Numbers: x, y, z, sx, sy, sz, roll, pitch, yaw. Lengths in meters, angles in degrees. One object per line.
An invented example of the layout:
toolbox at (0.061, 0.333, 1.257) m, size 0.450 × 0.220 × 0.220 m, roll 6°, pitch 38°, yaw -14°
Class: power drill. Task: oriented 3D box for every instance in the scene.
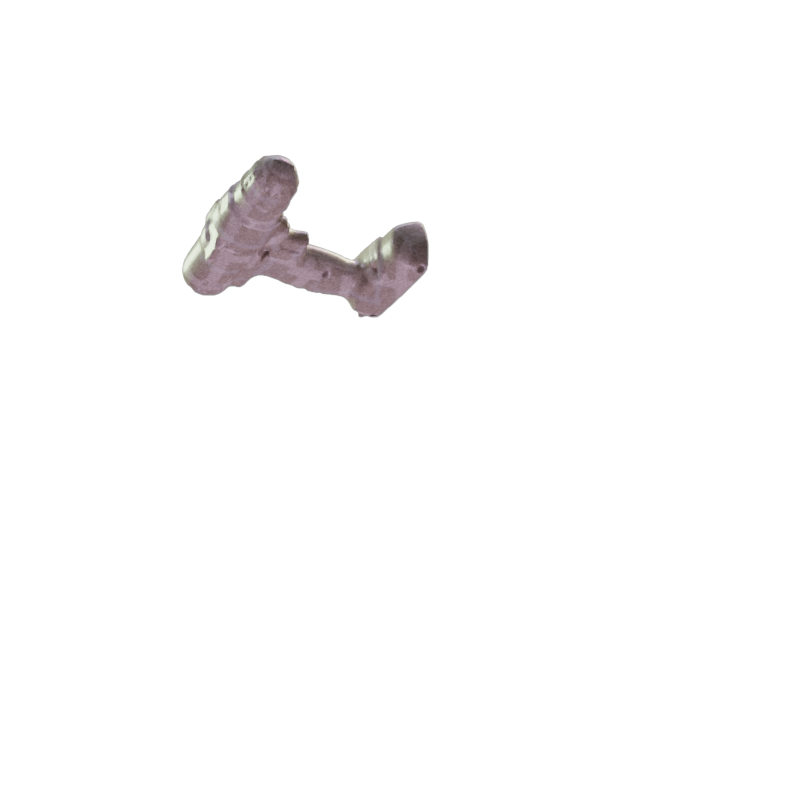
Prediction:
power drill at (-0.074, -0.134, 0.942) m, size 0.180 × 0.061 × 0.181 m, roll 12°, pitch -28°, yaw -24°
